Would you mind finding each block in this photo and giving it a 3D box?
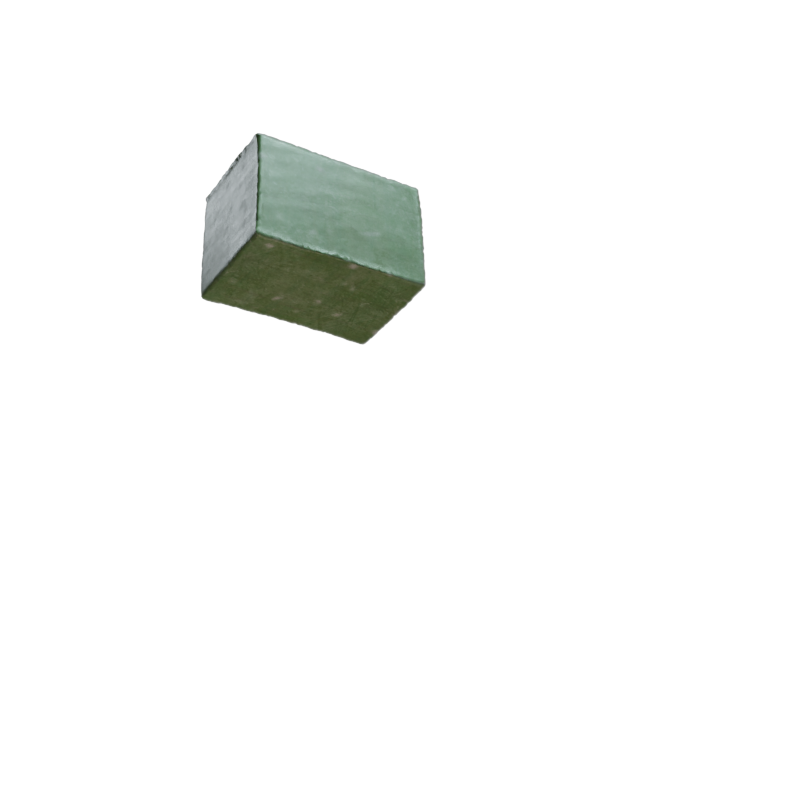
[{"bbox_3d":[-0.036,-0.065,0.455,0.075,0.055,0.052,16,-36,-26],"label":"block"}]
